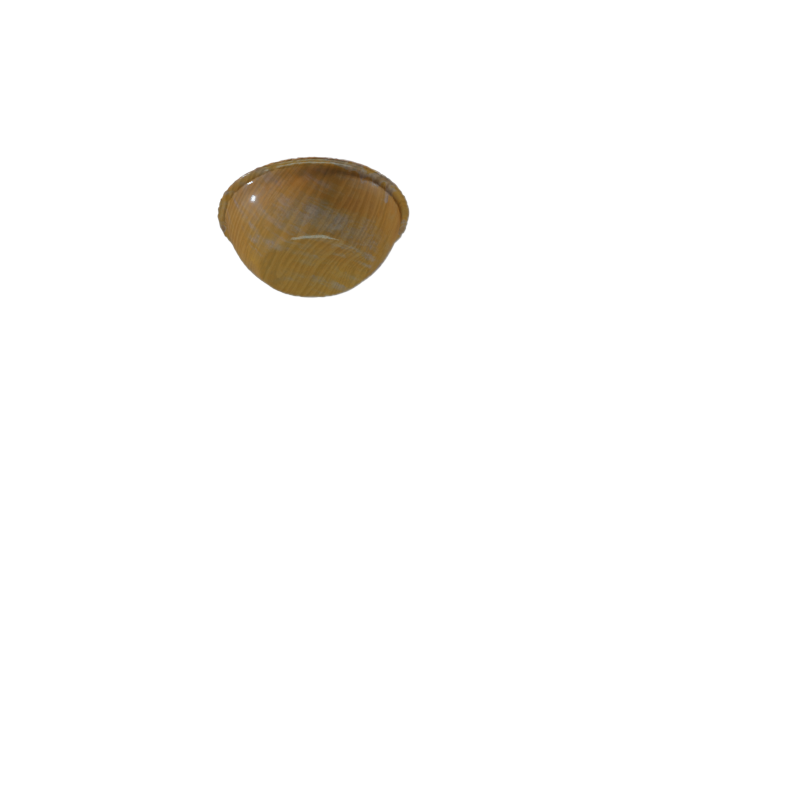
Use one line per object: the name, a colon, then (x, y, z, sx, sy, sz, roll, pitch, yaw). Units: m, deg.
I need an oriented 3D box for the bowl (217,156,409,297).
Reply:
bowl: (-0.072, -0.132, 0.922, 0.162, 0.059, 0.152, 1, -30, -2)
